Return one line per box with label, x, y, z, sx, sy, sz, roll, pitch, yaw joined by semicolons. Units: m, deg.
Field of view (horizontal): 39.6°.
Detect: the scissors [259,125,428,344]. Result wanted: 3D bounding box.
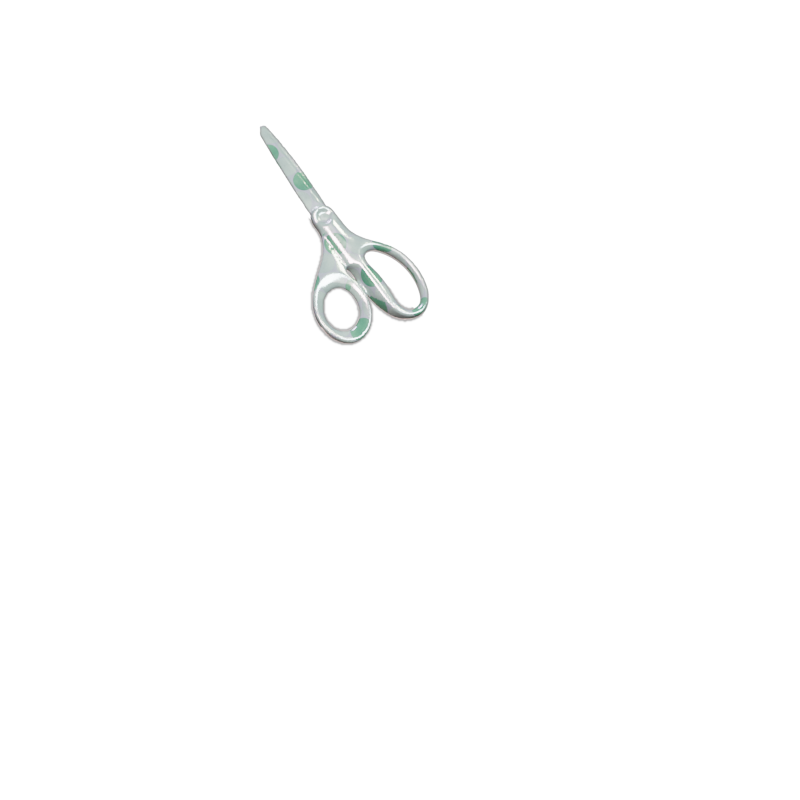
scissors;-0.067;-0.123;0.862;0.210;0.097;0.015;41;-17;15
